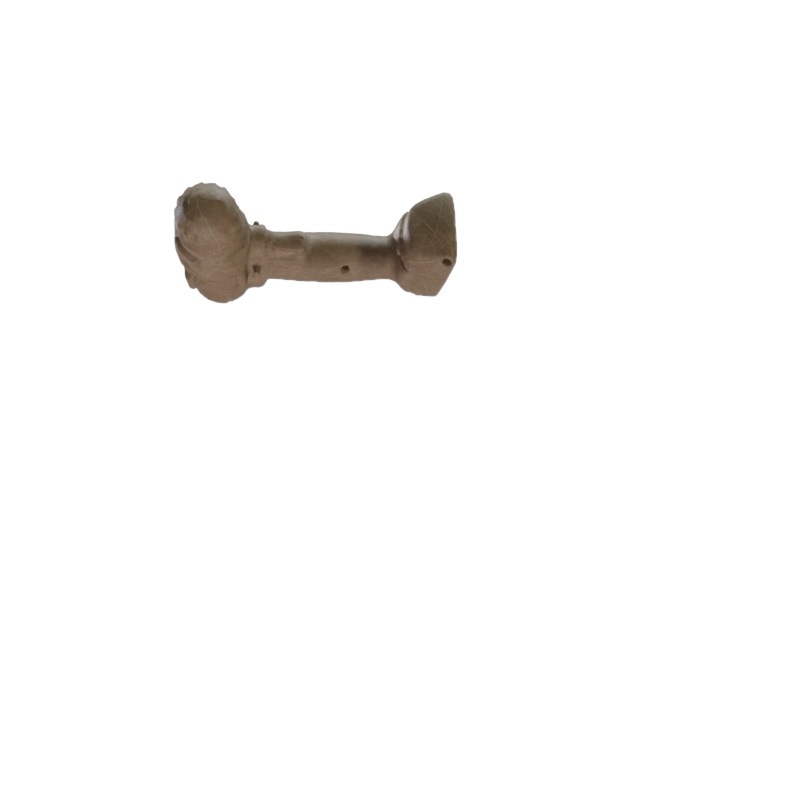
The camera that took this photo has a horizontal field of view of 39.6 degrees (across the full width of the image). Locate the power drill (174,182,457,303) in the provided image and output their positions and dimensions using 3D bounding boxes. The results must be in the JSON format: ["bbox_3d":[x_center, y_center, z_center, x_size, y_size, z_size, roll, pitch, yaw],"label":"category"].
[{"bbox_3d":[-0.059,-0.108,0.758,0.187,0.059,0.180,0,-7,-3],"label":"power drill"}]
